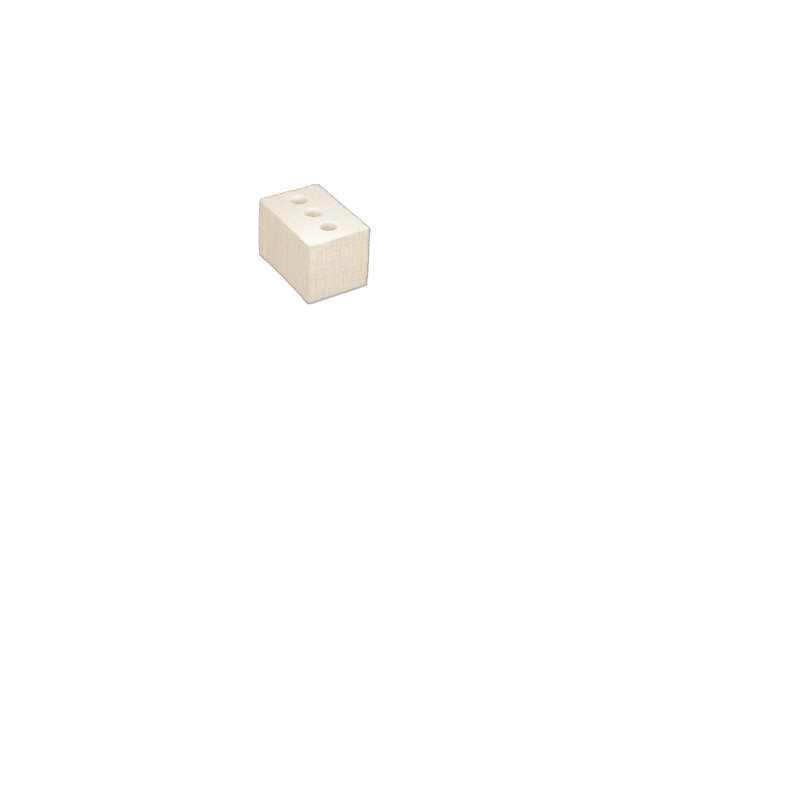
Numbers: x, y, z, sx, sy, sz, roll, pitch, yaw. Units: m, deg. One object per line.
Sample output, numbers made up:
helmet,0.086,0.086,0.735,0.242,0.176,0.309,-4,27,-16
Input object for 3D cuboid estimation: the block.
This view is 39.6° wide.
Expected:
block,-0.064,-0.116,0.811,0.052,0.048,0.084,-19,41,-26
